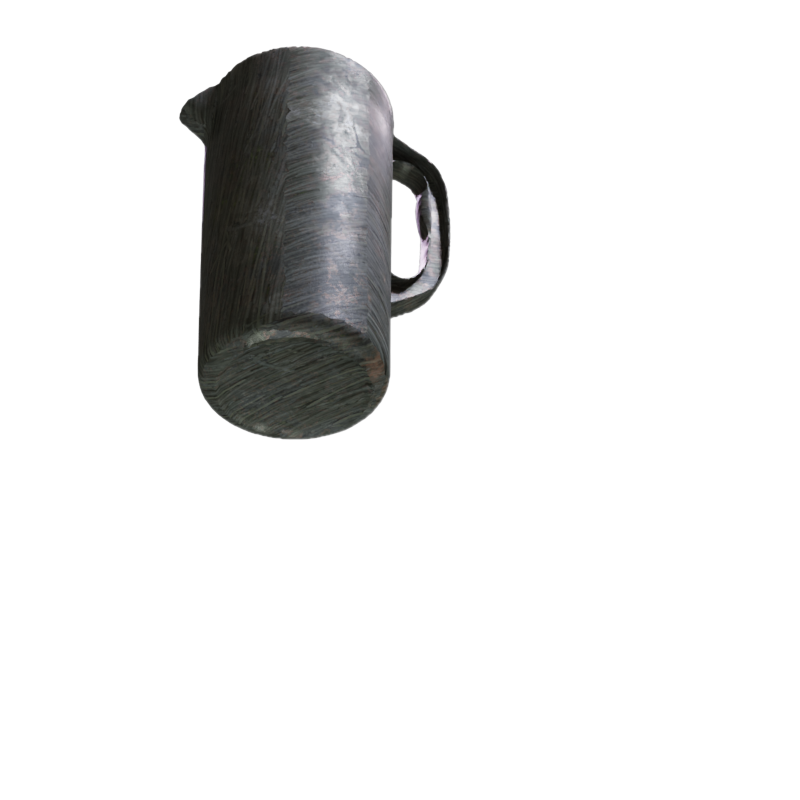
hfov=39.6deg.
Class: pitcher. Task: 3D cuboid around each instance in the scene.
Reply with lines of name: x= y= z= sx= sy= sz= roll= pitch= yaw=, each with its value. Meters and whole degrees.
pitcher: x=-0.055 y=-0.100 z=0.698 sx=0.150 sy=0.261 sz=0.134 roll=-17 pitch=-43 yaw=16
